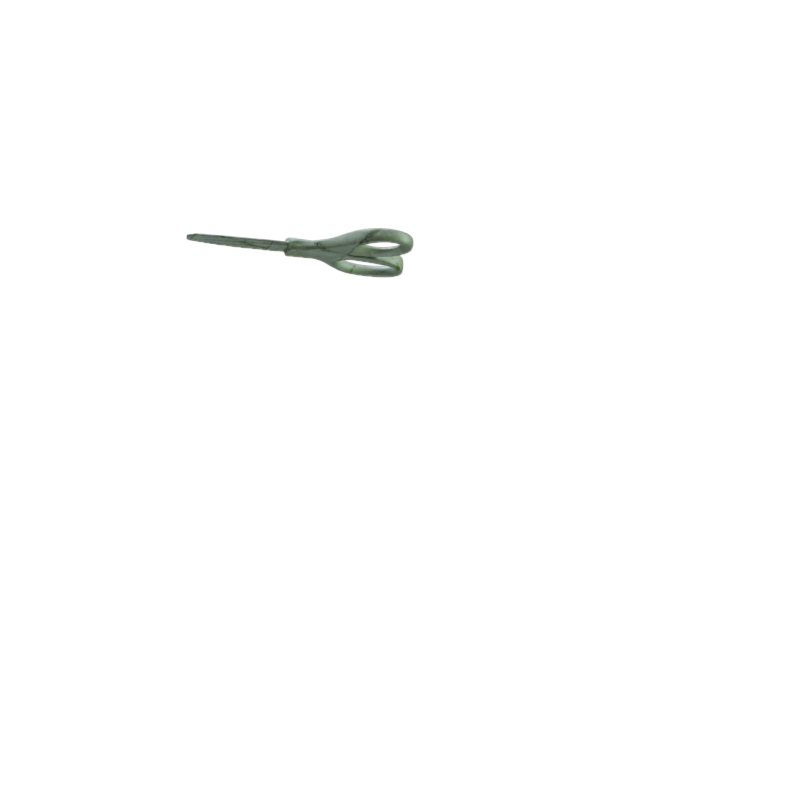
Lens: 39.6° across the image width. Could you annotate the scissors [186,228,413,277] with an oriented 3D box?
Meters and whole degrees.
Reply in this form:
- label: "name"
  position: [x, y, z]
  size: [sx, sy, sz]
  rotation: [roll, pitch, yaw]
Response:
- label: "scissors"
  position: [-0.076, -0.139, 0.971]
  size: [0.193, 0.016, 0.096]
  rotation: [9, -19, -29]
